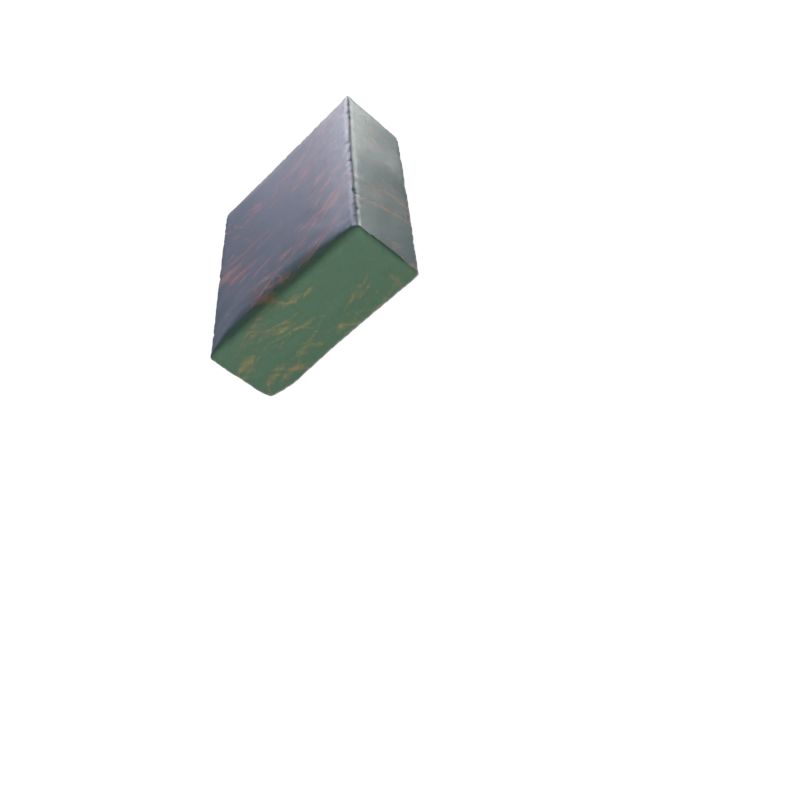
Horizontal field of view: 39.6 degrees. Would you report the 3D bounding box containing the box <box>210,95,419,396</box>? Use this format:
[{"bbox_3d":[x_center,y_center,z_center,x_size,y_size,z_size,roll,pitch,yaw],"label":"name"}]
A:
[{"bbox_3d":[-0.071,-0.129,0.902,0.162,0.229,0.068,-39,-60,24],"label":"box"}]
